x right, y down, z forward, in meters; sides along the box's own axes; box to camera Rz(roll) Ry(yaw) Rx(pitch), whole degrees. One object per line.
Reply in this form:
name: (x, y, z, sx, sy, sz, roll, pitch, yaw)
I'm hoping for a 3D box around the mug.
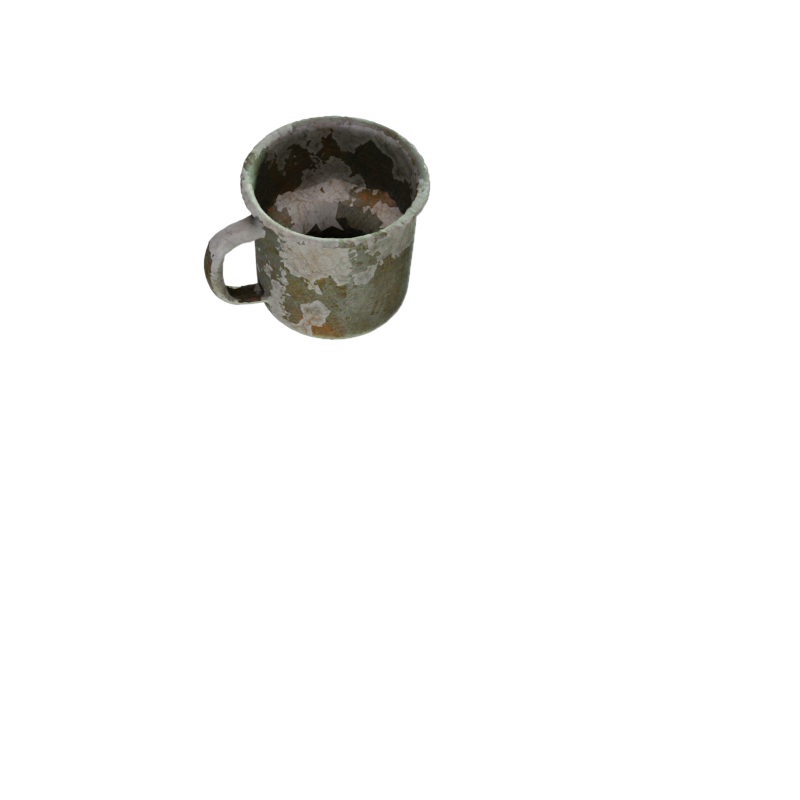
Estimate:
mug: (-0.044, -0.081, 0.566, 0.116, 0.100, 0.076, -24, -35, -19)
